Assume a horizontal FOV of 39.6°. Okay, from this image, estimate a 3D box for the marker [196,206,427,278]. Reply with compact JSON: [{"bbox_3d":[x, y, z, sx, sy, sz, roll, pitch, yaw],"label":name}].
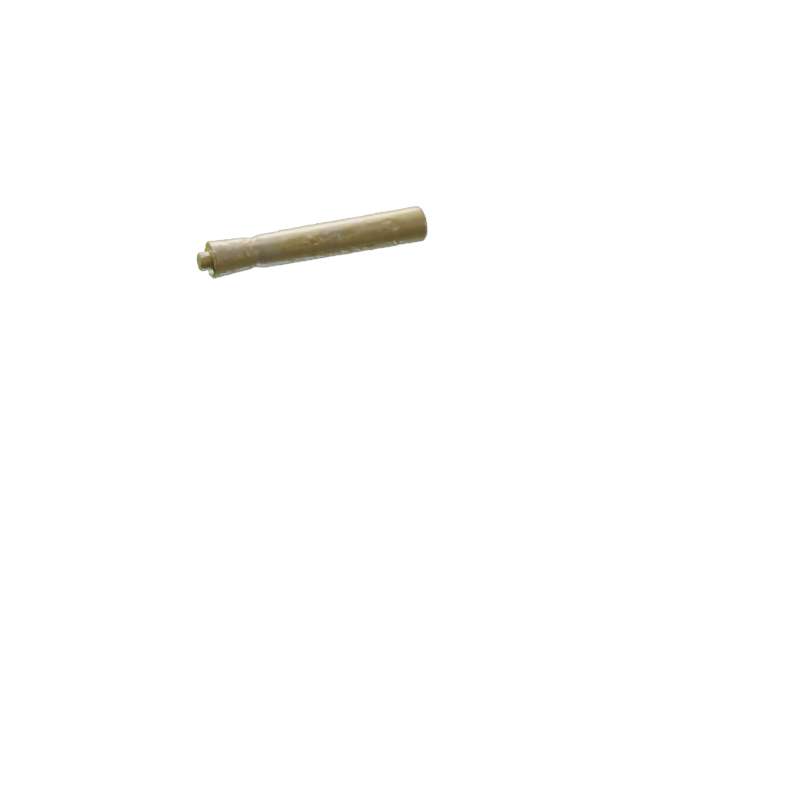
[{"bbox_3d":[-0.044,-0.080,0.563,0.119,0.019,0.020,-13,8,-19],"label":"marker"}]
